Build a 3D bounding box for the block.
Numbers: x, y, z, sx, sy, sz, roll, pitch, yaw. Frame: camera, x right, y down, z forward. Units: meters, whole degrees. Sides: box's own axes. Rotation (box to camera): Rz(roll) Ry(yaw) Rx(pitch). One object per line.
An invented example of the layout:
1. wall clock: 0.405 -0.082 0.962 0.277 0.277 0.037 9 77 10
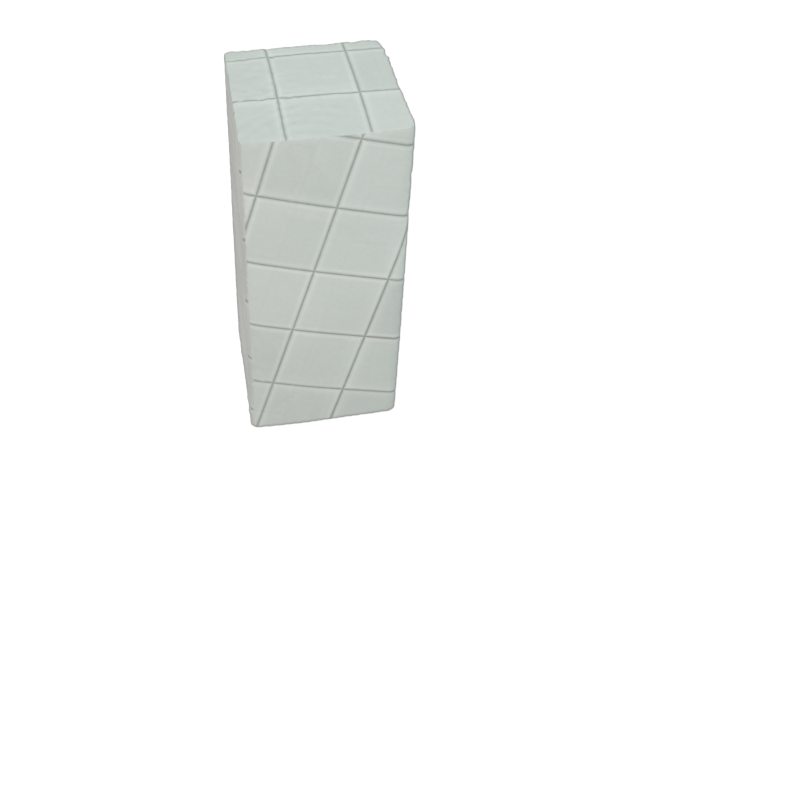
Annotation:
1. block: -0.049 -0.091 0.636 0.089 0.192 0.098 -6 43 -10
